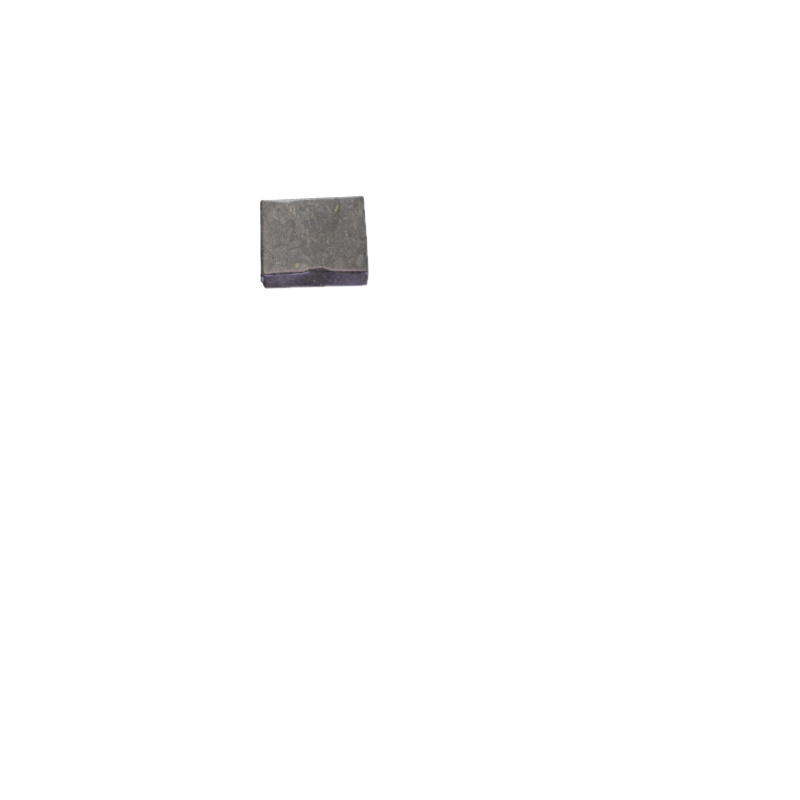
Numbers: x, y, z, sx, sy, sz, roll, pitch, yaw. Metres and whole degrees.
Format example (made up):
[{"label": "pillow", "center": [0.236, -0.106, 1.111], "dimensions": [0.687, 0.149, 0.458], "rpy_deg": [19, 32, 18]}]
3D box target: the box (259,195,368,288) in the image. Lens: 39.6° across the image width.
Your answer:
[{"label": "box", "center": [-0.073, -0.132, 0.925], "dimensions": [0.089, 0.078, 0.028], "rpy_deg": [-2, -28, -2]}]
